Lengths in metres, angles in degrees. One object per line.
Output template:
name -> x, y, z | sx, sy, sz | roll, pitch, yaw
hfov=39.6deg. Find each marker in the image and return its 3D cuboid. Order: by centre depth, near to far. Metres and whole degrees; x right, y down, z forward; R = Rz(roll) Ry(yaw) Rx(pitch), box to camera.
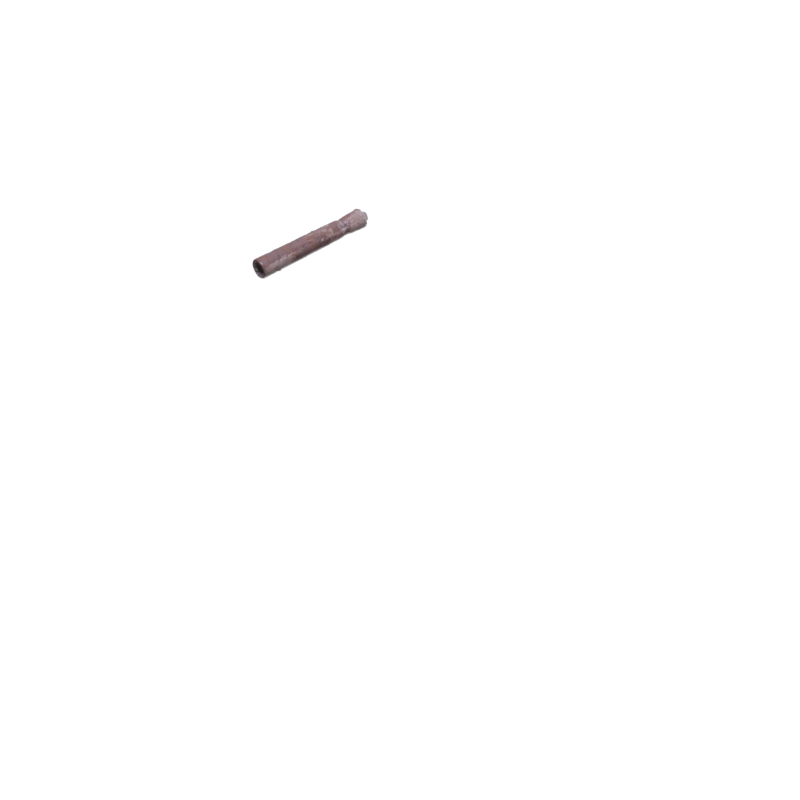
marker -> -0.077, -0.140, 0.983 | 0.121, 0.019, 0.021 | -31, 20, -29
